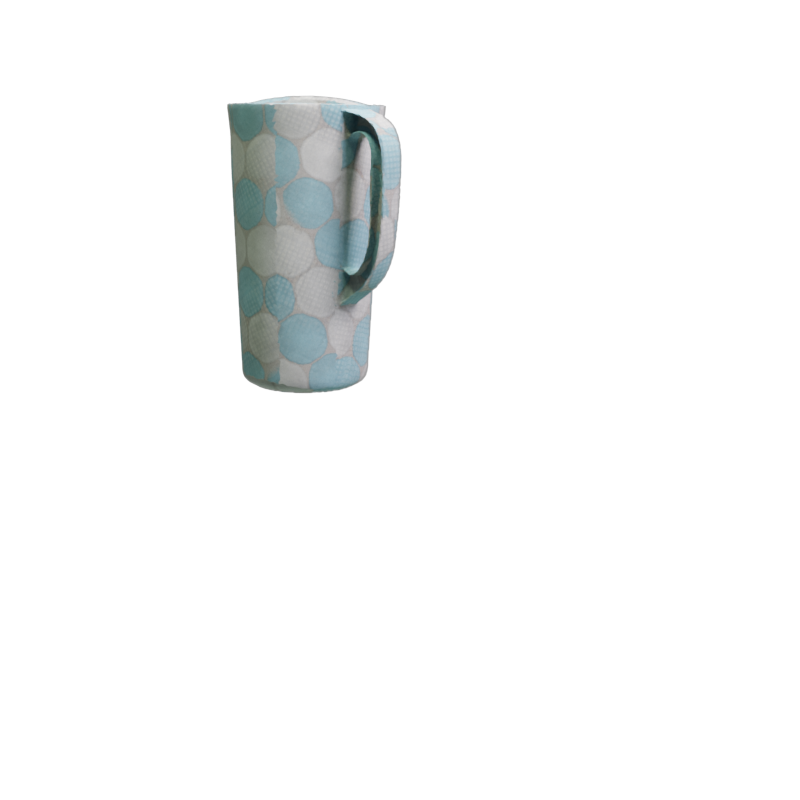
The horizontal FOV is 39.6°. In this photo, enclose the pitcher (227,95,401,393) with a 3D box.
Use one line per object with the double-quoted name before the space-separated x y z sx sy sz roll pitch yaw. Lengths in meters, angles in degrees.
"pitcher" -0.073 -0.133 0.930 0.145 0.239 0.151 1 8 2
